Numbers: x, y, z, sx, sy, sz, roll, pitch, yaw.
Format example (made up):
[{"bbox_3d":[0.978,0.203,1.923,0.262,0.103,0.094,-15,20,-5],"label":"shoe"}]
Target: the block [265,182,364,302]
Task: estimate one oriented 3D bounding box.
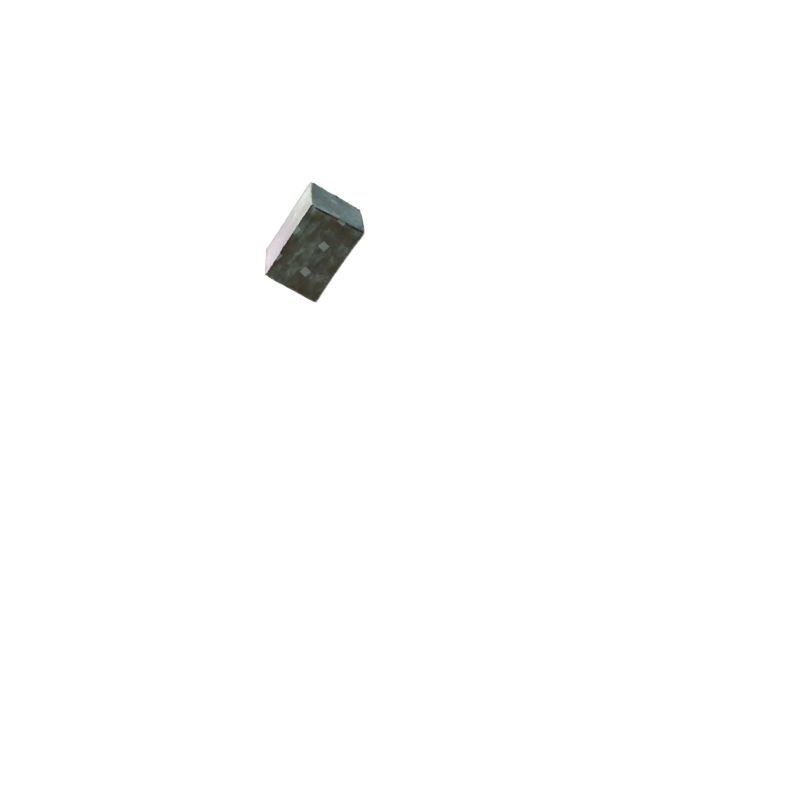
[{"bbox_3d":[-0.073,-0.133,0.932,0.051,0.076,0.054,29,25,-18],"label":"block"}]
